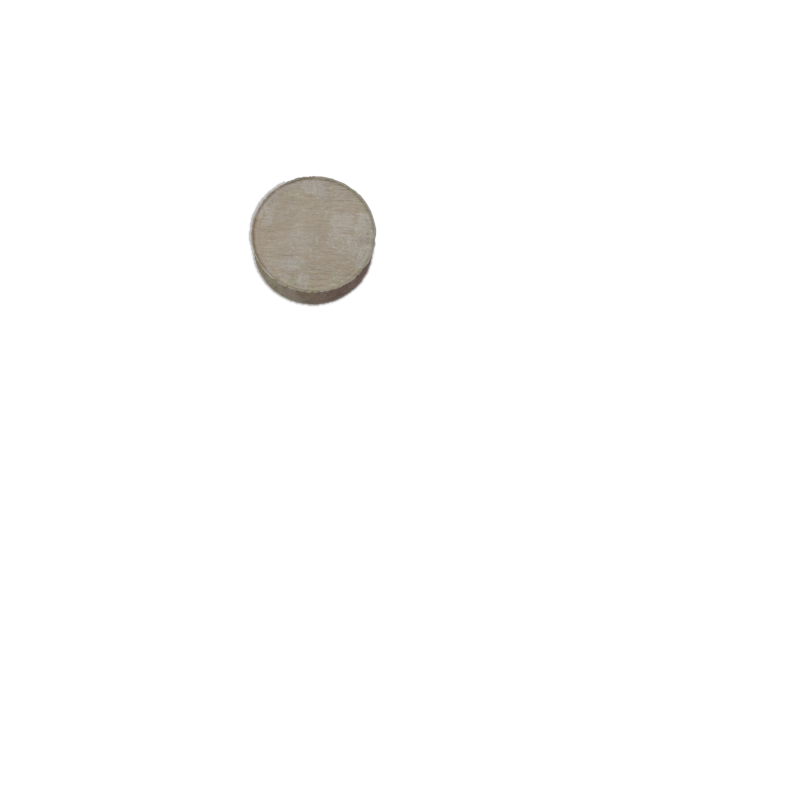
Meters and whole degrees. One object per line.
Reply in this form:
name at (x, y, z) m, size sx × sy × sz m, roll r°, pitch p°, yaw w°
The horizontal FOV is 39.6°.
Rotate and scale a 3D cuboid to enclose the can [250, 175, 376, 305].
can at (-0.060, -0.110, 0.770) m, size 0.086 × 0.090 × 0.032 m, roll -1°, pitch -20°, yaw -1°
